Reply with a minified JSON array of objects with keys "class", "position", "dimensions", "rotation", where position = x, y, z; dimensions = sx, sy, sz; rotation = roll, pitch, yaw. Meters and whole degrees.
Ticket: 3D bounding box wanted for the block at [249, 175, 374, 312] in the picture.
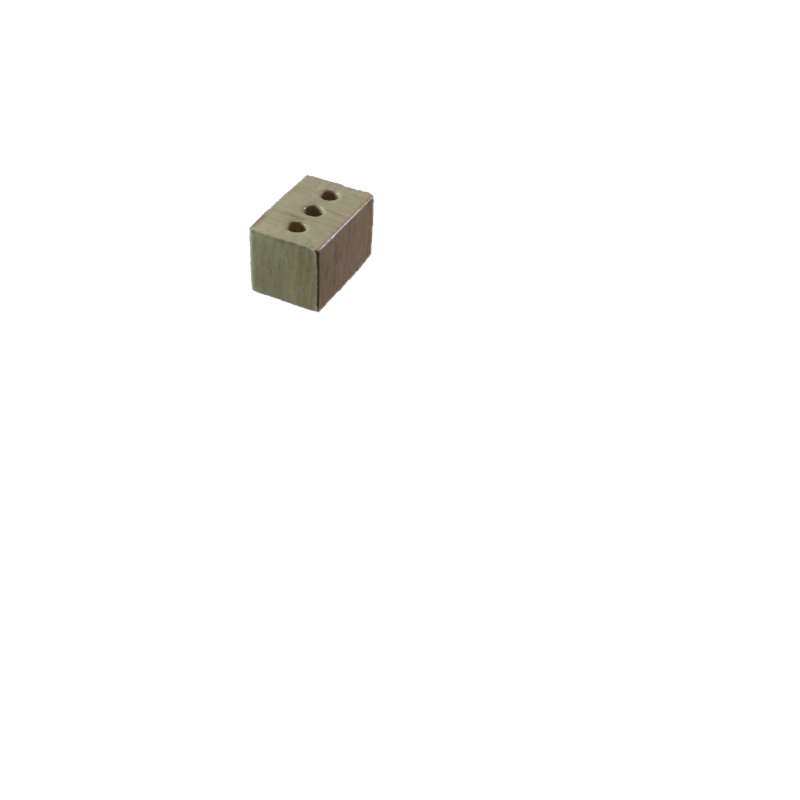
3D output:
[{"class":"block","position":[-0.057,-0.105,0.733],"dimensions":[0.055,0.048,0.080],"rotation":[18,42,19]}]
